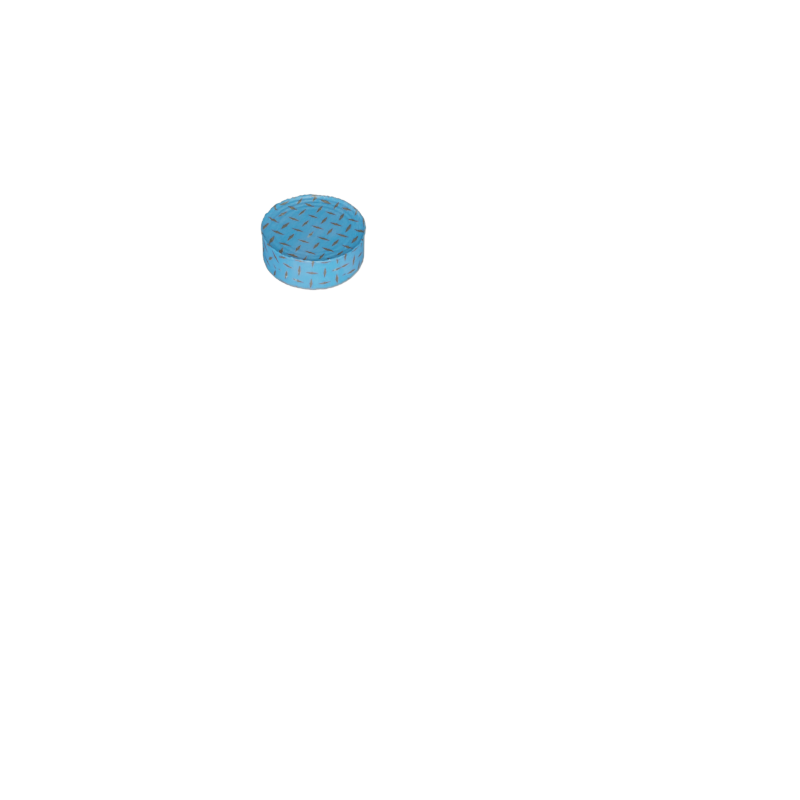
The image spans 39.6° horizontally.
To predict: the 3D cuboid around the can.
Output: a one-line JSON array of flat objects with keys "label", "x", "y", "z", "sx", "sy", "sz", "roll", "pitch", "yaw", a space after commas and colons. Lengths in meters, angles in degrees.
[{"label": "can", "x": -0.071, "y": -0.130, "z": 0.912, "sx": 0.086, "sy": 0.031, "sz": 0.092, "roll": -1, "pitch": 45, "yaw": -1}]
